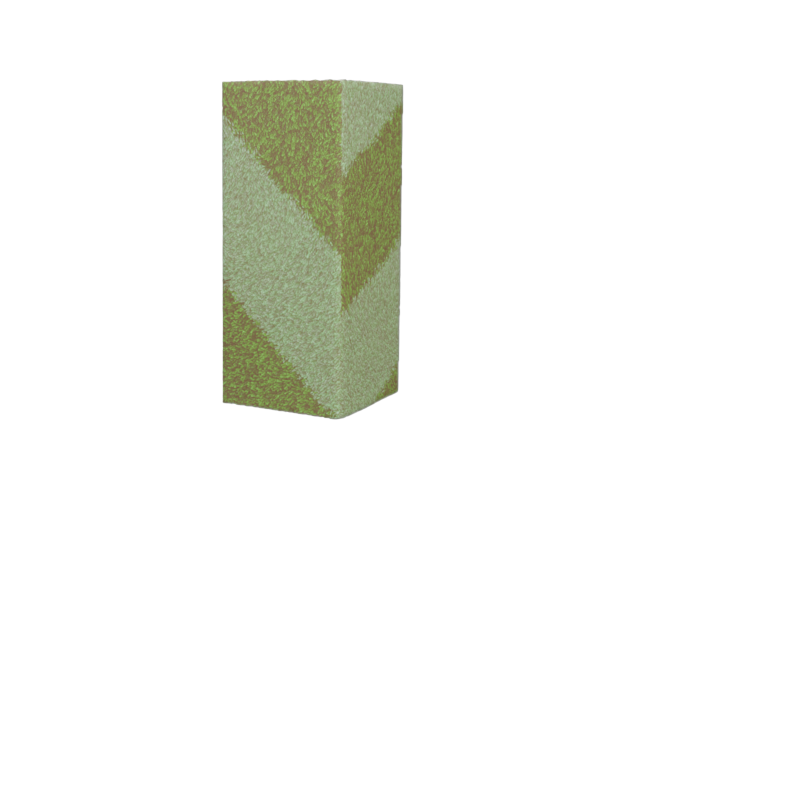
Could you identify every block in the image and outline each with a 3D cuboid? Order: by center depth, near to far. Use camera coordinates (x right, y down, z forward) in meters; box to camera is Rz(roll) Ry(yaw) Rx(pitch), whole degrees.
[{"bbox_3d":[-0.056,-0.103,0.723,0.094,0.203,0.088,4,8,27],"label":"block"}]
